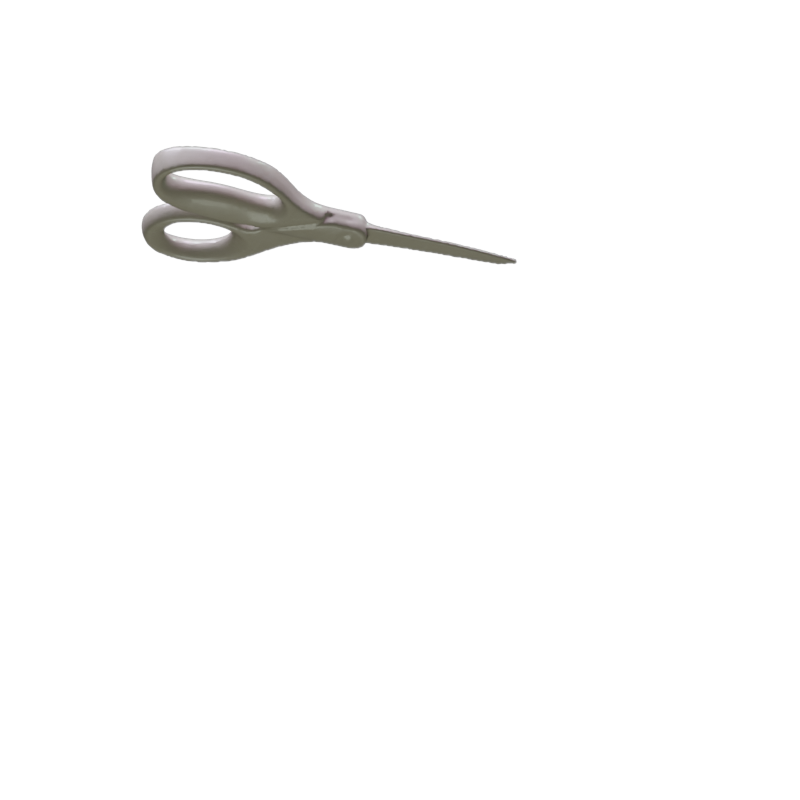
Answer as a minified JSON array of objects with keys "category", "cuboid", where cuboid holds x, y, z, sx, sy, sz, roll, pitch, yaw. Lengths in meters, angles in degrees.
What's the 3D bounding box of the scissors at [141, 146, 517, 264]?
[{"category":"scissors","cuboid":[-0.045,-0.082,0.574,0.191,0.017,0.096,17,-30,-33]}]
